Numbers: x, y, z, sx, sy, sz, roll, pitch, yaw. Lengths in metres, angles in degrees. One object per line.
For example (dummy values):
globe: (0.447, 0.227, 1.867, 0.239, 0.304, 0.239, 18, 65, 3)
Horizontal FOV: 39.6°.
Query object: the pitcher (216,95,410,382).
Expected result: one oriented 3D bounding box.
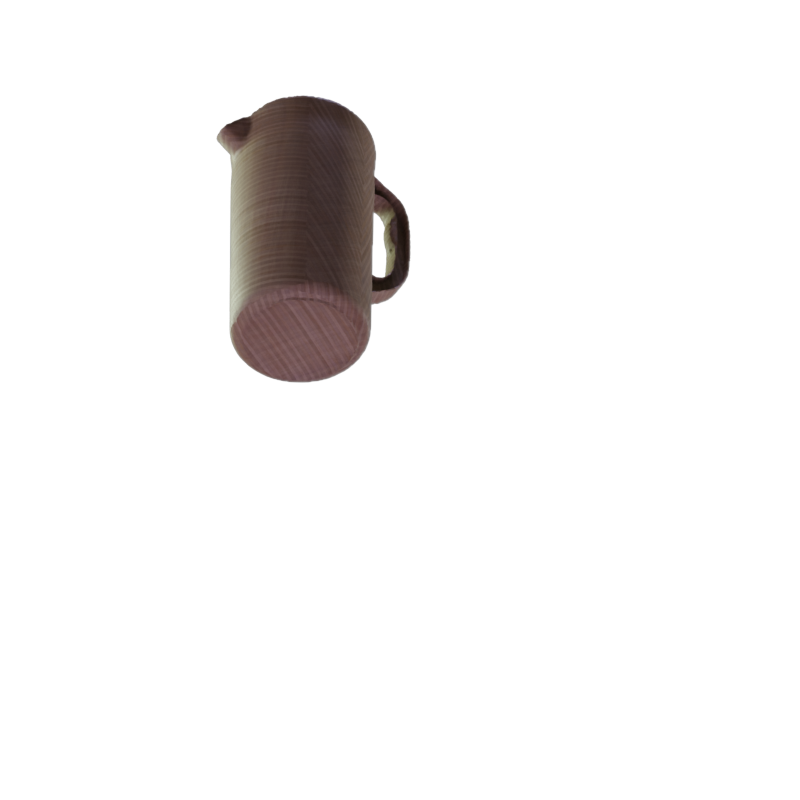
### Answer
pitcher: (-0.073, -0.133, 0.929, 0.150, 0.261, 0.134, -11, -45, 8)
